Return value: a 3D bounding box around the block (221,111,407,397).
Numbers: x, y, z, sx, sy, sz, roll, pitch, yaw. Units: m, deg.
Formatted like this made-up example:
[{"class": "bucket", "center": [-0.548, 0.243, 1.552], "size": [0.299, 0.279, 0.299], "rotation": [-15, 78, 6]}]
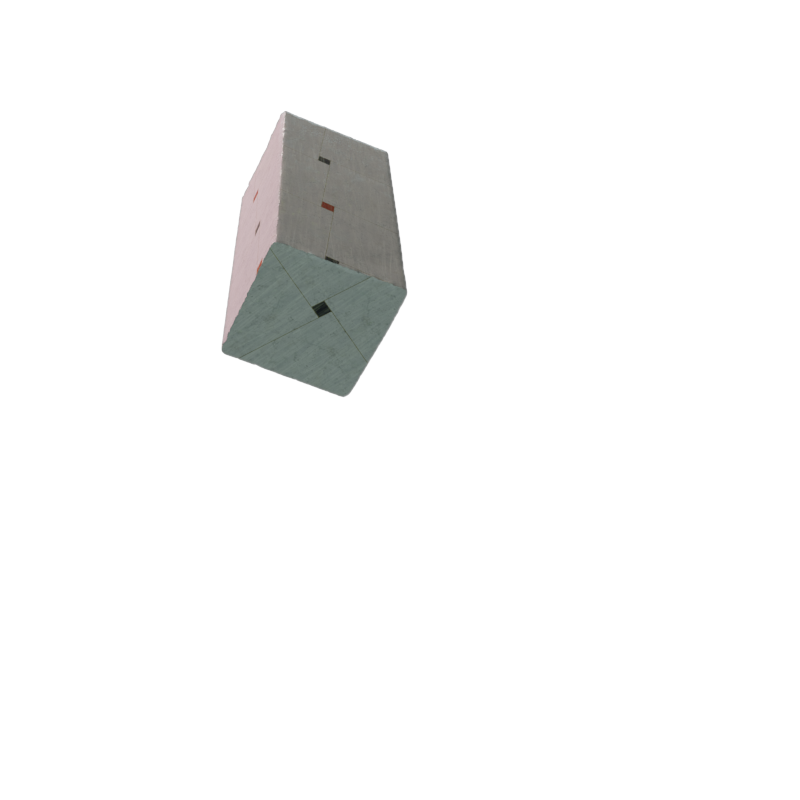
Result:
[{"class": "block", "center": [-0.060, -0.109, 0.767], "size": [0.088, 0.087, 0.220], "rotation": [20, 31, -16]}]
